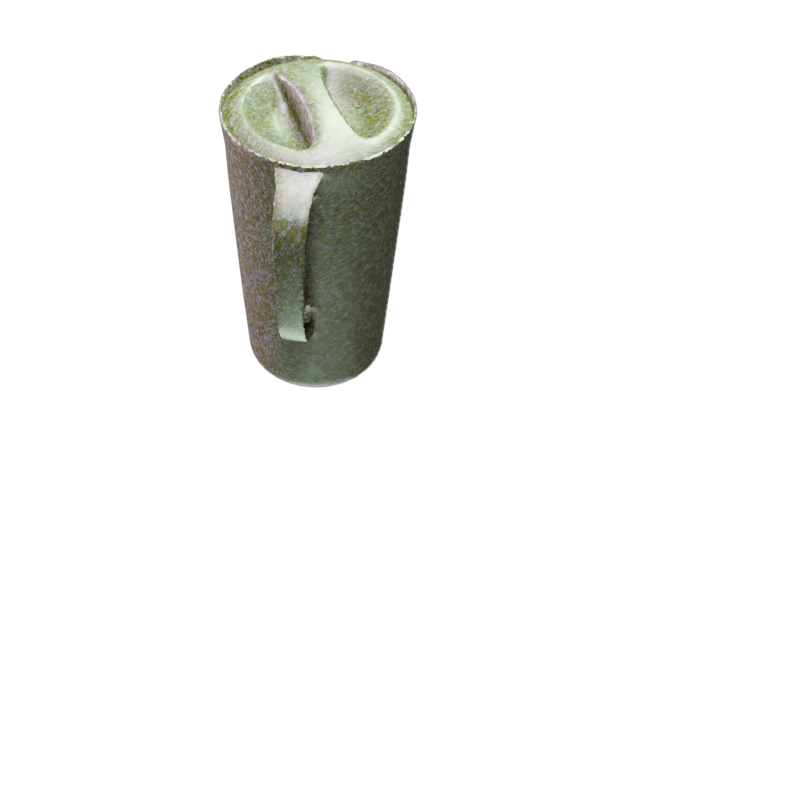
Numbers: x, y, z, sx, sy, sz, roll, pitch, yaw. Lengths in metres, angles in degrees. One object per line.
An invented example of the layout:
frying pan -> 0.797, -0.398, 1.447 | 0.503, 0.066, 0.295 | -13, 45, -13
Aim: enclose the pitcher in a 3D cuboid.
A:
pitcher -> -0.064, -0.116, 0.814 | 0.149, 0.226, 0.156 | -28, 53, -27
